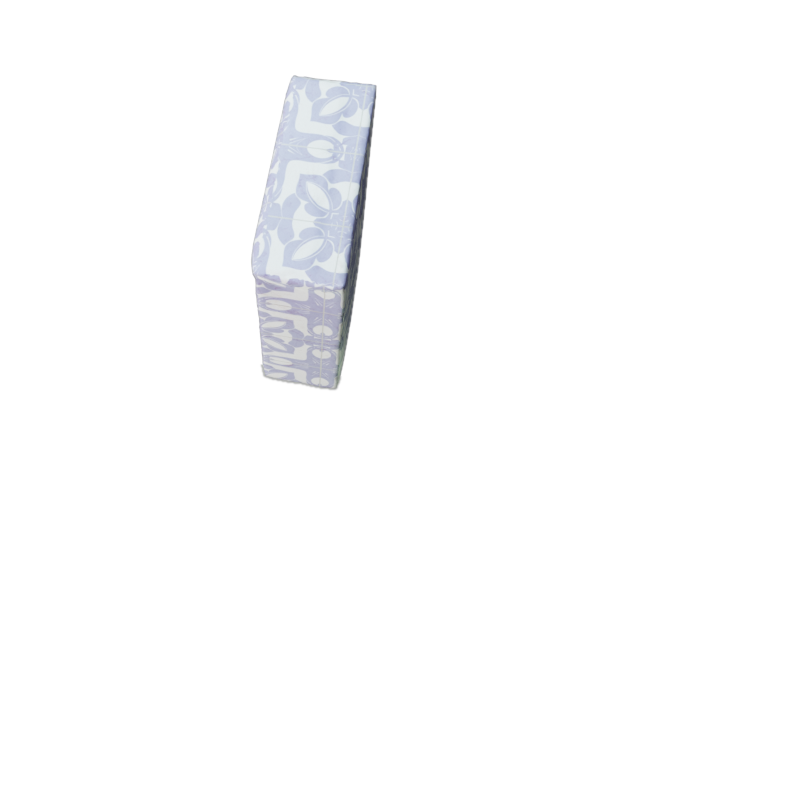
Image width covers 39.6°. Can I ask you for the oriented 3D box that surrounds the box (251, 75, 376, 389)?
[{"bbox_3d":[-0.067,-0.122,0.855,0.072,0.172,0.203,8,-21,-1],"label":"box"}]
